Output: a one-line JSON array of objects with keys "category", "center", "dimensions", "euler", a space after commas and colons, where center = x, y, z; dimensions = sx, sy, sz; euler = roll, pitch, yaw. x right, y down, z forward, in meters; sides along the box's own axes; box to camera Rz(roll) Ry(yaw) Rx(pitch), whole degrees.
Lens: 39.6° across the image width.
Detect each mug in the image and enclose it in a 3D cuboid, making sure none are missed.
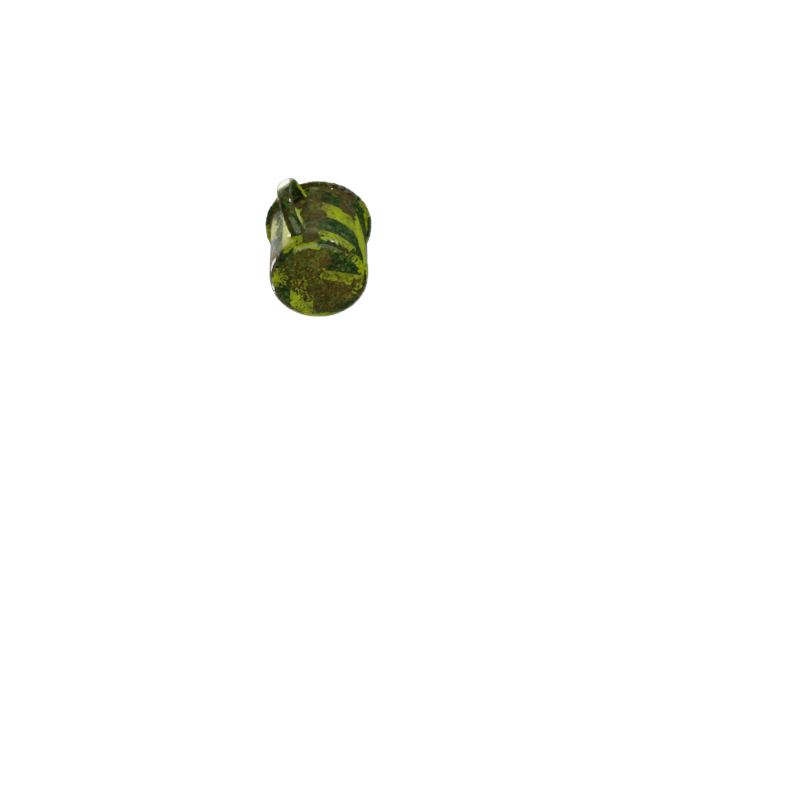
[{"category": "mug", "center": [-0.073, -0.133, 0.930], "dimensions": [0.094, 0.108, 0.087], "euler": [-17, 37, 12]}]
